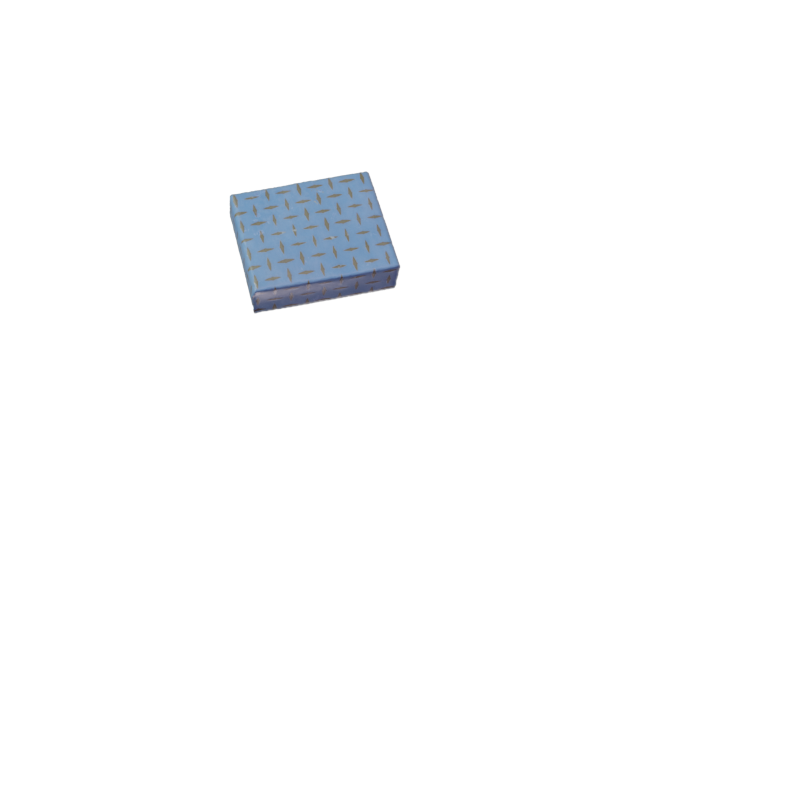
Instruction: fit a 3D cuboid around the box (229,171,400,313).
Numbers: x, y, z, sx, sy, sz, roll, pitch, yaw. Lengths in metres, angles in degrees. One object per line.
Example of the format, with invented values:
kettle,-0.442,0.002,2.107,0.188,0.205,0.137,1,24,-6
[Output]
box,-0.066,-0.120,0.839,0.113,0.096,0.036,-13,-31,-8
